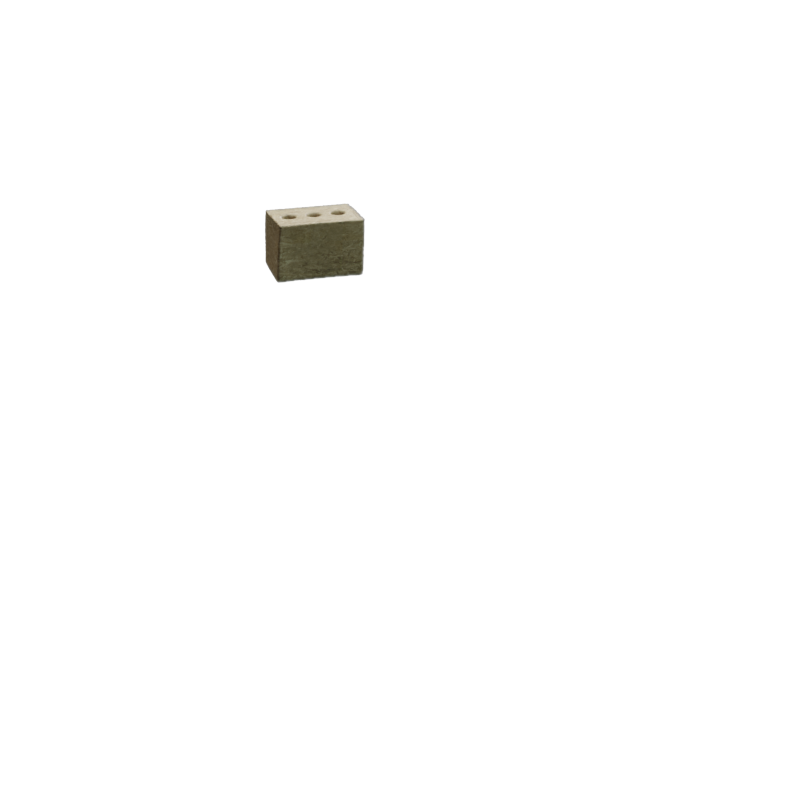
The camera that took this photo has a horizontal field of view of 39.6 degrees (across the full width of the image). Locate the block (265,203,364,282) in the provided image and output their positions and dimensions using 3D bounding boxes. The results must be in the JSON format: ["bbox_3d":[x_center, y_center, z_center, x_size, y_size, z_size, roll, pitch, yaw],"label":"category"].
[{"bbox_3d":[-0.076,-0.138,0.966,0.077,0.049,0.056,-7,25,-16],"label":"block"}]
